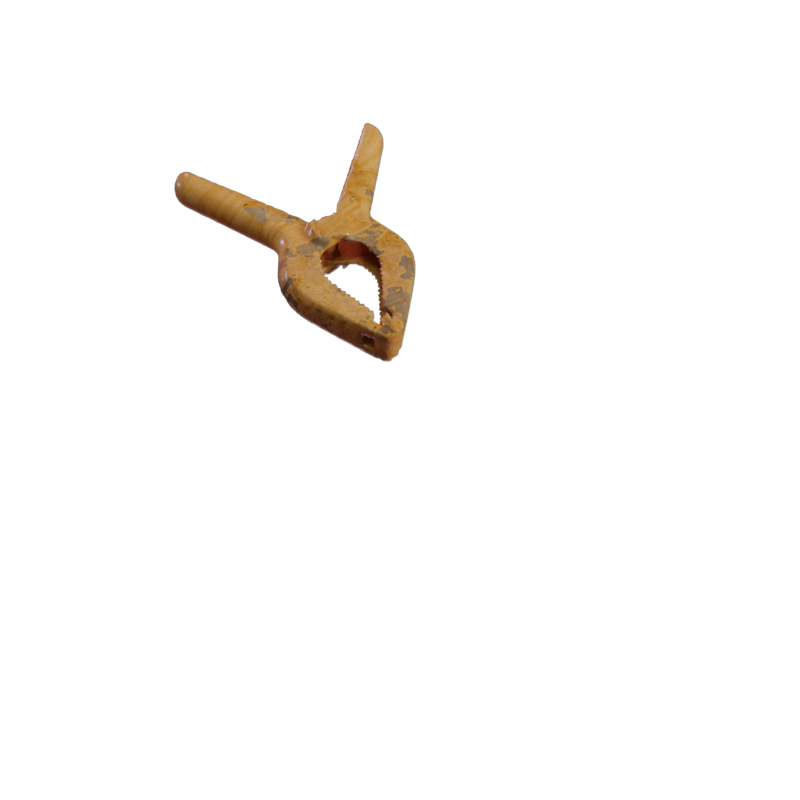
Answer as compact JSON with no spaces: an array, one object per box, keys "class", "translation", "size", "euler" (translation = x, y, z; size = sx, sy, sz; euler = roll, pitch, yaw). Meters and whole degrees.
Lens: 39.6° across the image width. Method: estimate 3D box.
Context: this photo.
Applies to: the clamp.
[{"class":"clamp","translation":[-0.060,-0.110,0.772],"size":[0.163,0.227,0.034],"euler":[-14,-39,-12]}]
